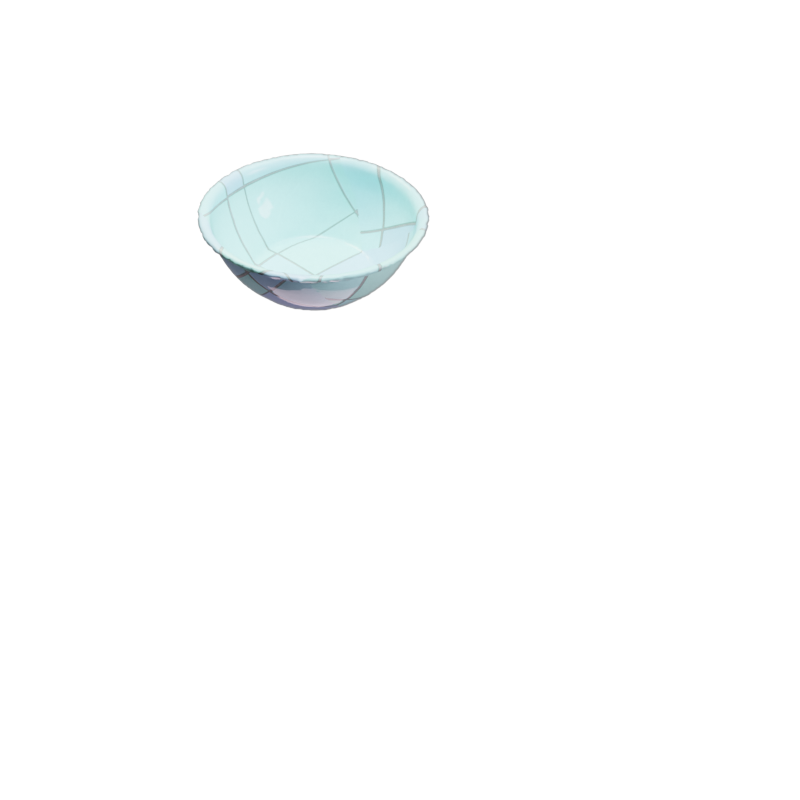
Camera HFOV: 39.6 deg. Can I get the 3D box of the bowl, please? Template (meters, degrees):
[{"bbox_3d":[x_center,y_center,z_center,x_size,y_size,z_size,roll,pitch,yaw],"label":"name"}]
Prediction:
[{"bbox_3d":[-0.062,-0.113,0.790,0.162,0.051,0.174,-1,40,-2],"label":"bowl"}]
